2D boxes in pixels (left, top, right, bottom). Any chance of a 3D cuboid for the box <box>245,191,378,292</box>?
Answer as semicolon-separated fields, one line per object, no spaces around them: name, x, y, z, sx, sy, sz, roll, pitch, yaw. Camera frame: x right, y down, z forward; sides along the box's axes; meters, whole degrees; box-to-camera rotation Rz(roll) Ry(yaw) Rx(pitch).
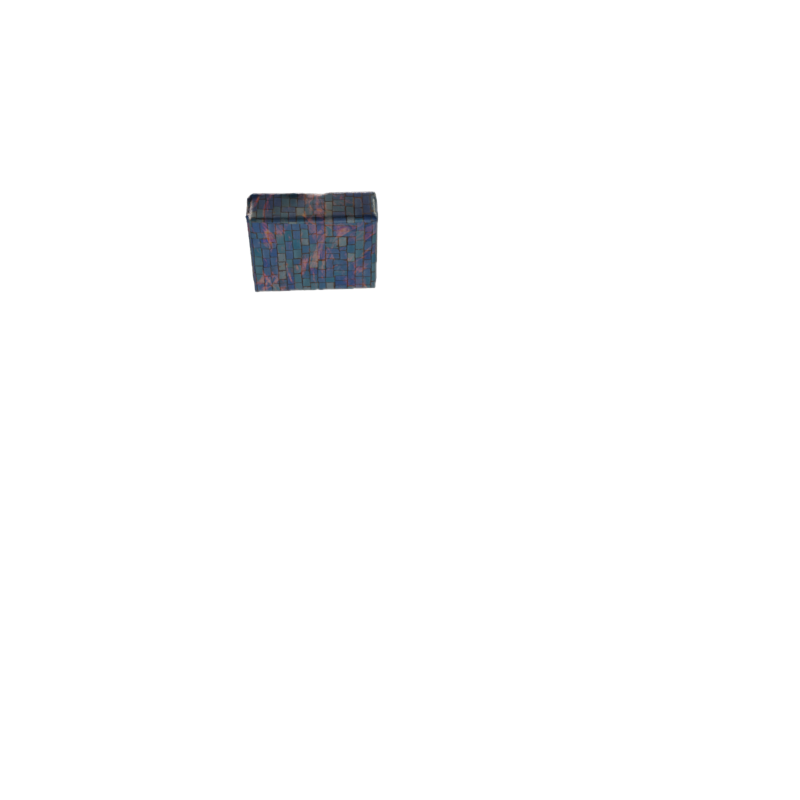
box;-0.061;-0.110;0.773;0.089;0.032;0.068;-1;-39;0
